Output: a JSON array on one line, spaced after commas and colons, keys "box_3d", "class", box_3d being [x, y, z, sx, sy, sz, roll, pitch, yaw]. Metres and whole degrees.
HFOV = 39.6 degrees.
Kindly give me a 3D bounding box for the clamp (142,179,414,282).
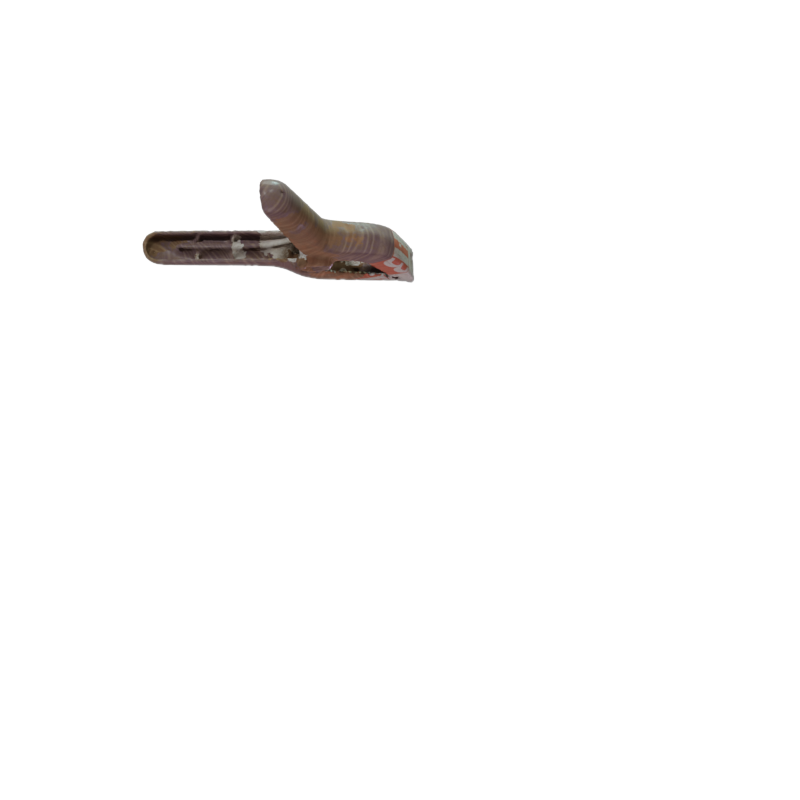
[{"box_3d": [-0.065, -0.118, 0.824, 0.201, 0.037, 0.167, 5, -10, -33], "class": "clamp"}]
